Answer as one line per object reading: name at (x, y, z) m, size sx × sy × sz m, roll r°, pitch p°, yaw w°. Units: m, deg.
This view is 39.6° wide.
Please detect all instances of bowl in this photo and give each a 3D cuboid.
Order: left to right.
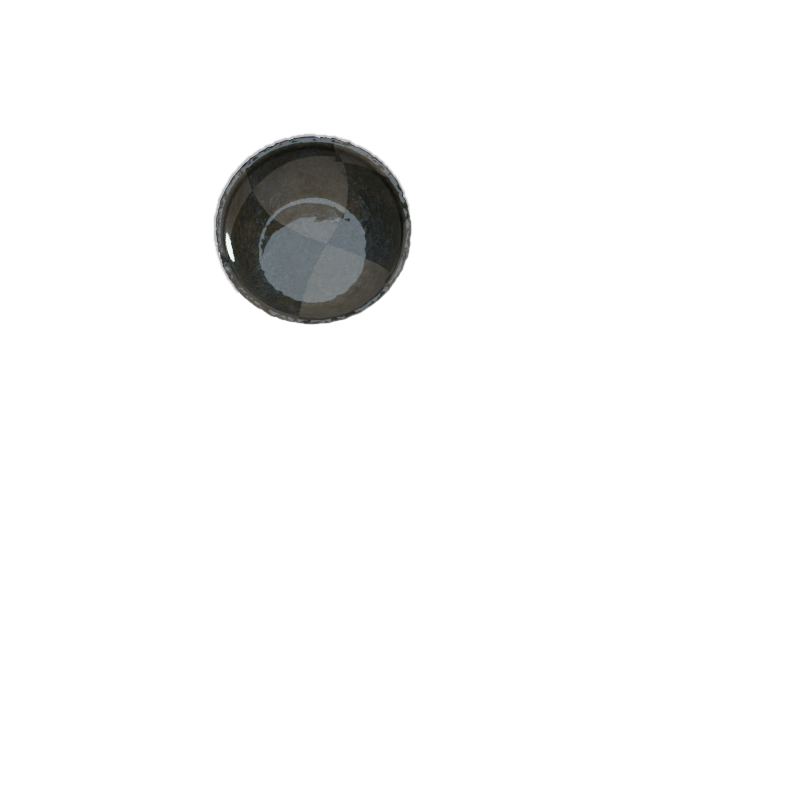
bowl at (-0.069, -0.126, 0.885) m, size 0.162 × 0.155 × 0.057 m, roll 0°, pitch 19°, yaw -1°
